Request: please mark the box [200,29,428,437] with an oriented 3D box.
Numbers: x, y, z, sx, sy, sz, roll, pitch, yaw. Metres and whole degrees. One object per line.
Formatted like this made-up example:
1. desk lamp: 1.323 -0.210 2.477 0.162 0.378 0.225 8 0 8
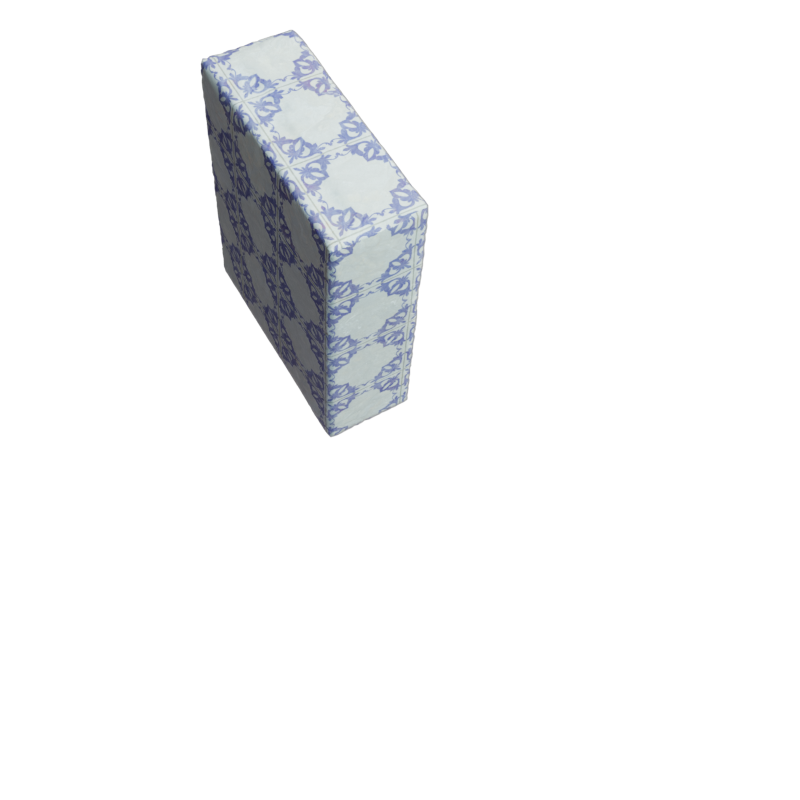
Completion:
1. box: -0.055 -0.101 0.706 0.071 0.176 0.200 -24 -29 -18
